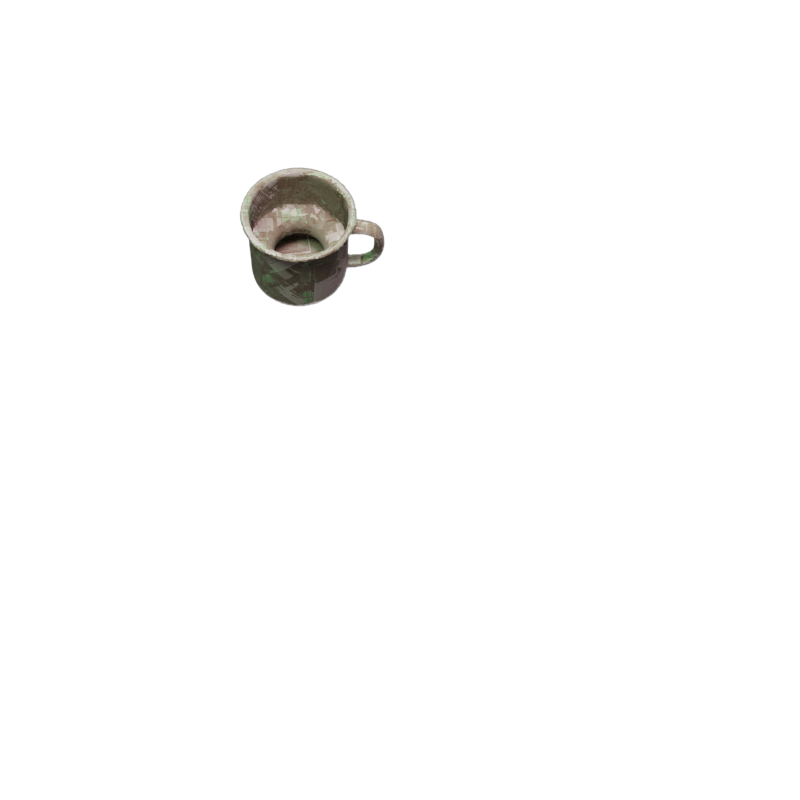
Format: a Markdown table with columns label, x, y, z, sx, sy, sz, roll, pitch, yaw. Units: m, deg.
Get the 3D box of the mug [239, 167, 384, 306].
| label | x | y | z | sx | sy | sz | roll | pitch | yaw |
| --- | --- | --- | --- | --- | --- | --- | --- | --- | --- |
| mug | -0.072 | -0.131 | 0.916 | 0.117 | 0.099 | 0.076 | 0 | -31 | -1 |
